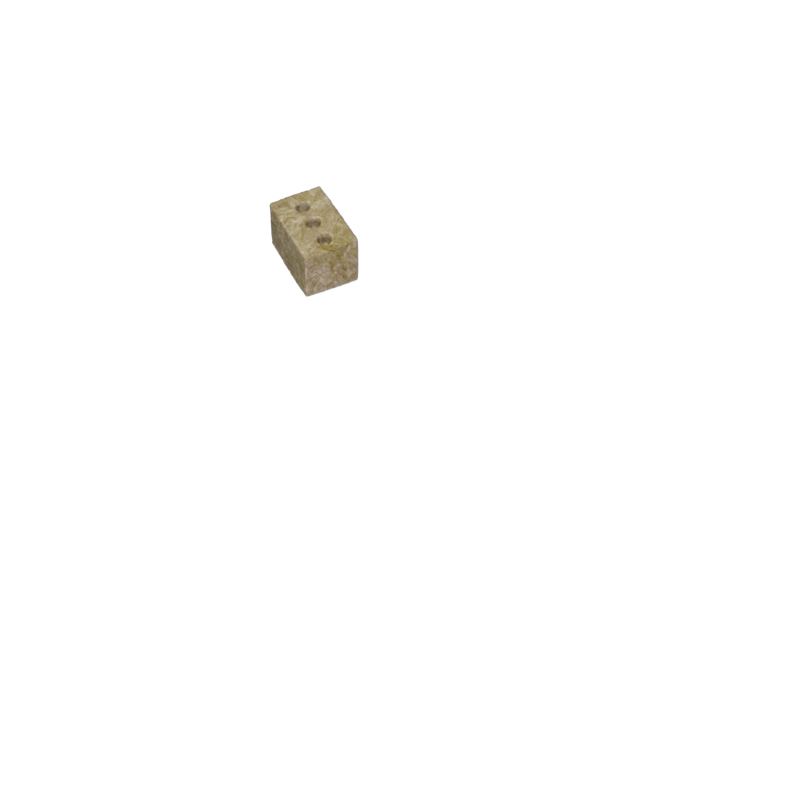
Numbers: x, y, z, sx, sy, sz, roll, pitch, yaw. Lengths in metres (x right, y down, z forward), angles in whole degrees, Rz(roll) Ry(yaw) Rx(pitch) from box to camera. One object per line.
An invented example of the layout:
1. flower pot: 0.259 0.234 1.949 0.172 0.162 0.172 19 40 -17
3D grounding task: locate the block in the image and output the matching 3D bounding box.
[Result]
1. block: -0.077 -0.141 0.989 0.052 0.084 0.048 -21 -36 -18
